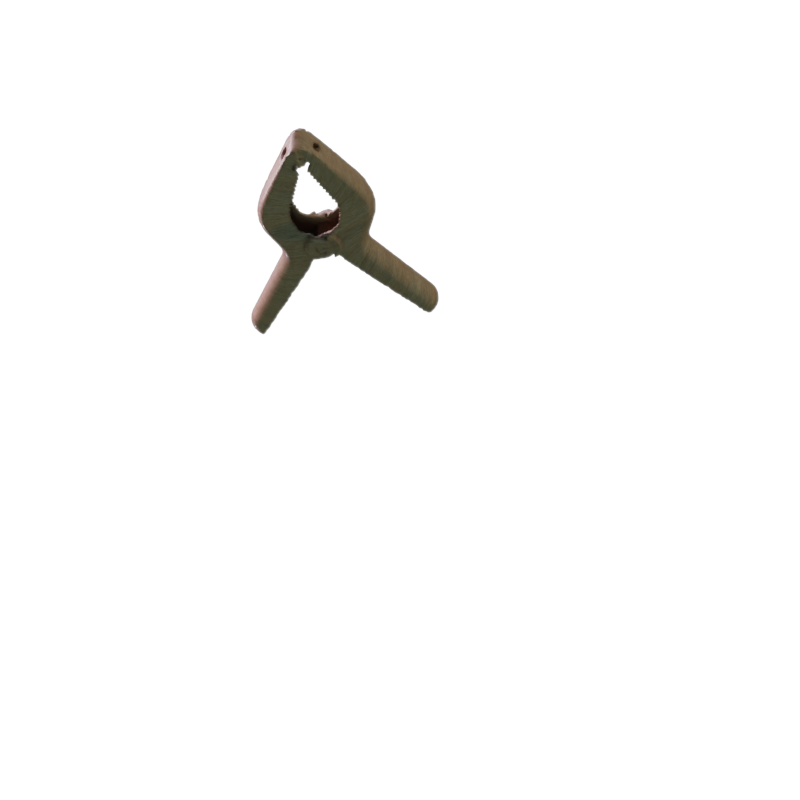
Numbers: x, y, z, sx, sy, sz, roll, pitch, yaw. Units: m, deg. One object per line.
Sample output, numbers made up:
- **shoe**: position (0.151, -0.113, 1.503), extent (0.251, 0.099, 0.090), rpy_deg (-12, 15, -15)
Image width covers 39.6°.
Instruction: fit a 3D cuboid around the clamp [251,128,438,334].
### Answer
- **clamp**: position (-0.072, -0.131, 0.915), extent (0.166, 0.039, 0.194), rpy_deg (-12, -44, 12)
